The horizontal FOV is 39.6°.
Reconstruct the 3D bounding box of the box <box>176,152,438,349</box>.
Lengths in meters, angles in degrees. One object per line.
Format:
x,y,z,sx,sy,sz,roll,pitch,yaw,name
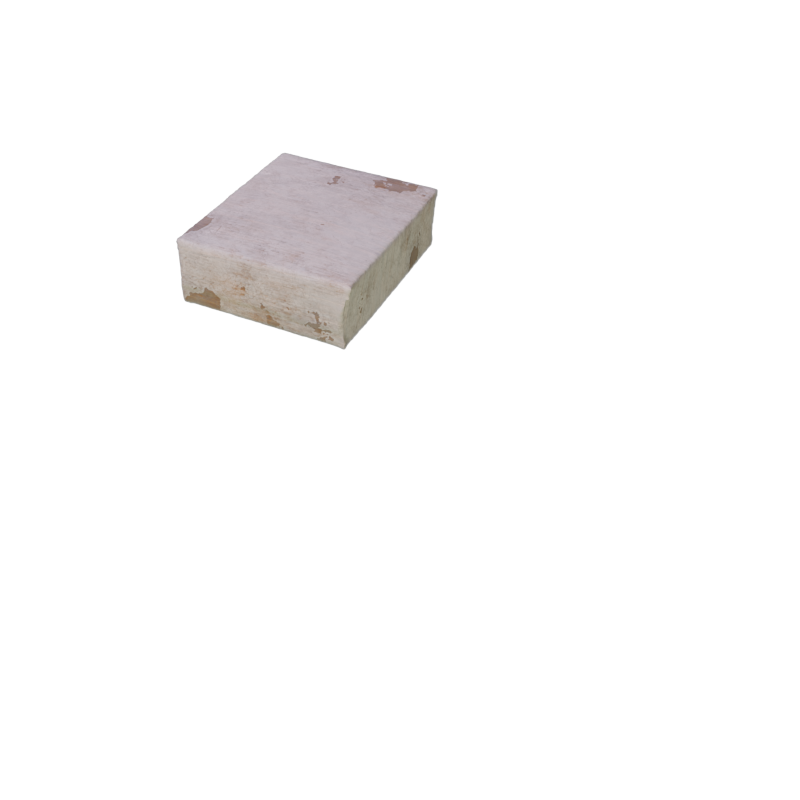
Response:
-0.043,-0.078,0.546,0.093,0.036,0.117,15,39,18,box
